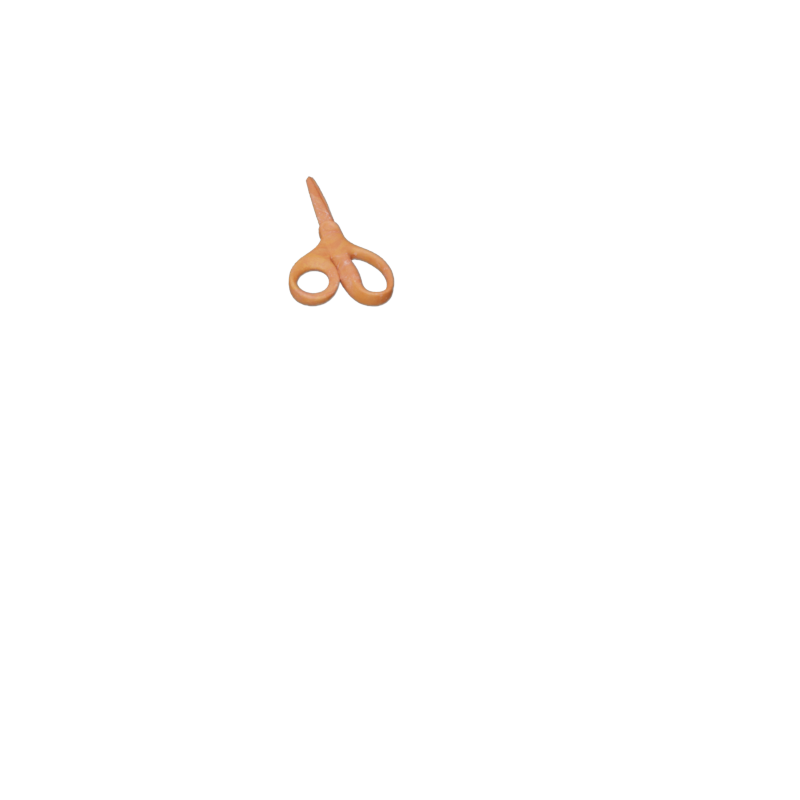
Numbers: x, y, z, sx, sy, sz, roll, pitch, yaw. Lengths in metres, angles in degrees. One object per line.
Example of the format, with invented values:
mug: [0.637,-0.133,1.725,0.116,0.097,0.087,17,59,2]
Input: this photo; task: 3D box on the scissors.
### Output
scissors: [-0.076,-0.139,0.976,0.095,0.015,0.218,-18,43,-21]
